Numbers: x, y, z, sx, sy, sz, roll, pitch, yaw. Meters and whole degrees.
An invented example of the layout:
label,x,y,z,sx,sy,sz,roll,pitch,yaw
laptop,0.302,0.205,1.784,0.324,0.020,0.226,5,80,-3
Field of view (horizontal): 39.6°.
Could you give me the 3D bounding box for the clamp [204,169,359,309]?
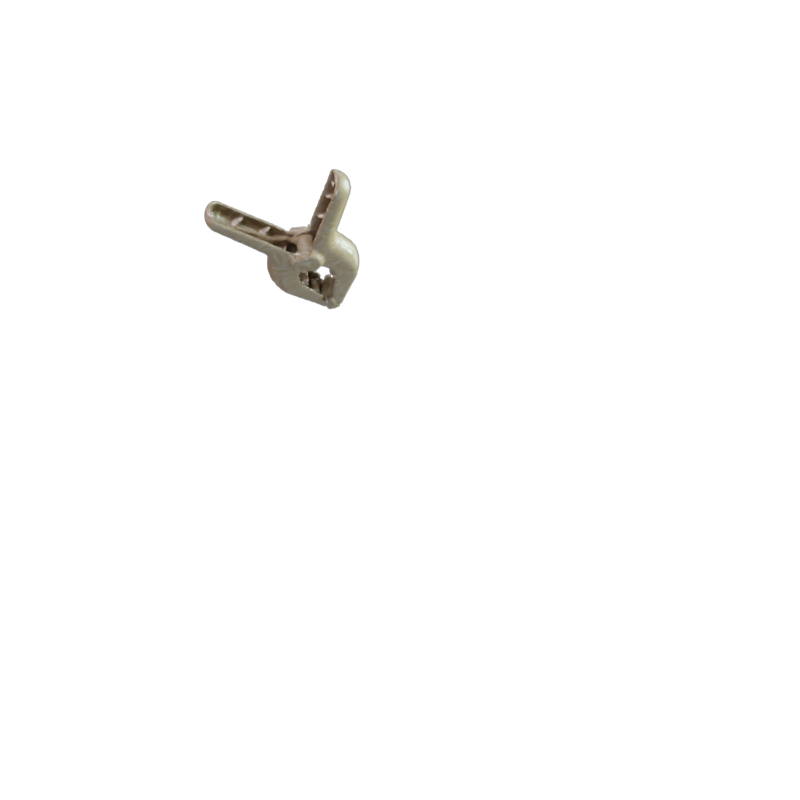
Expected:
label,x,y,z,sx,sy,sz,roll,pitch,yaw
clamp,-0.073,-0.132,0.928,0.122,0.042,0.159,-11,-27,22
